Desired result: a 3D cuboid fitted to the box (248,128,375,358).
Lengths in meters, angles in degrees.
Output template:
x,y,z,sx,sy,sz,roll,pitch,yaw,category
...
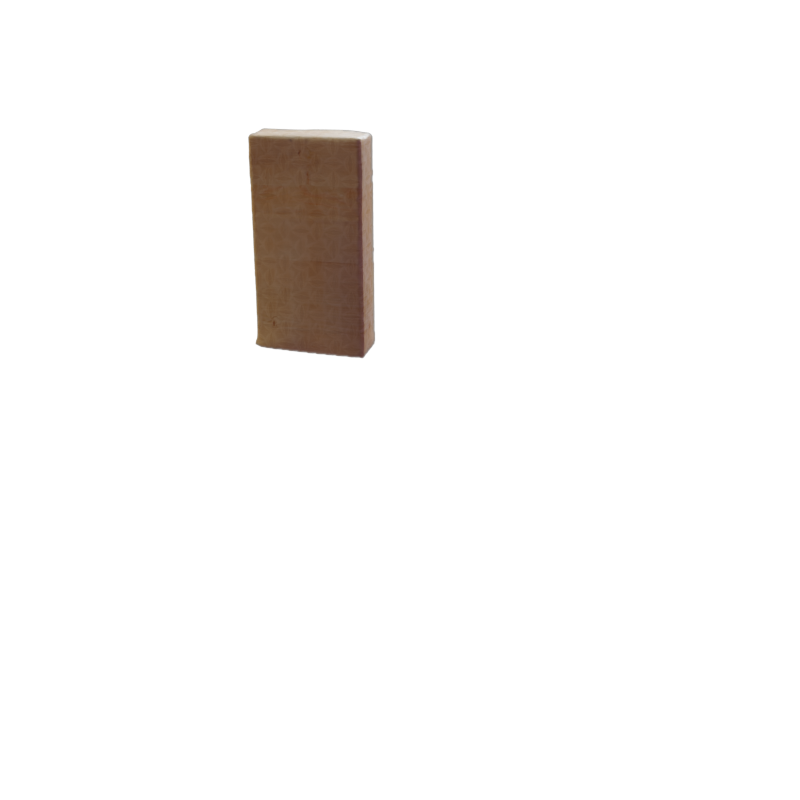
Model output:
x,y,z,sx,sy,sz,roll,pitch,yaw,category
-0.069,-0.126,0.880,0.096,0.171,0.048,5,14,16,box
